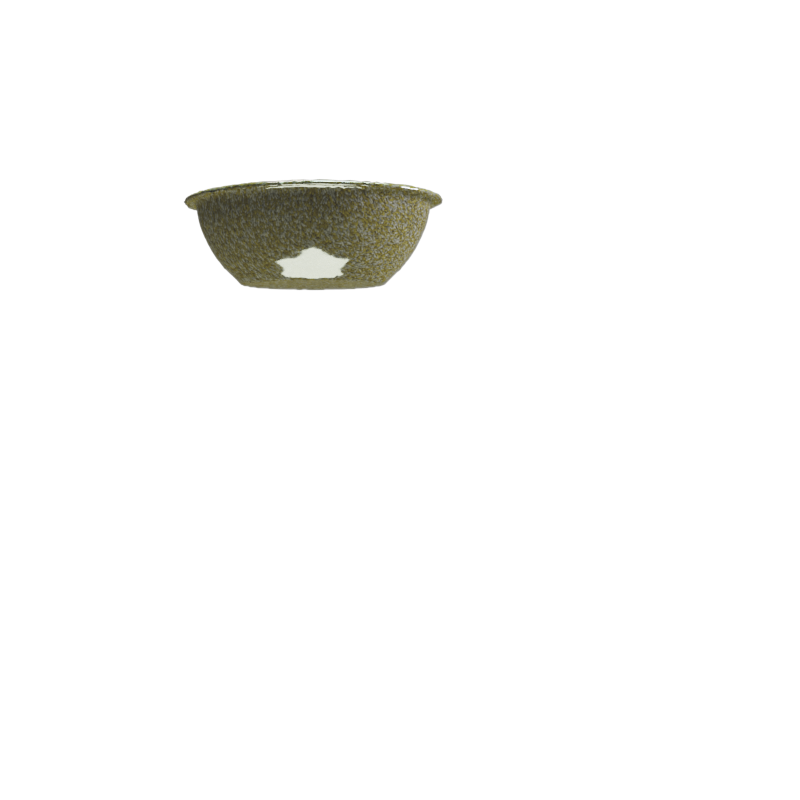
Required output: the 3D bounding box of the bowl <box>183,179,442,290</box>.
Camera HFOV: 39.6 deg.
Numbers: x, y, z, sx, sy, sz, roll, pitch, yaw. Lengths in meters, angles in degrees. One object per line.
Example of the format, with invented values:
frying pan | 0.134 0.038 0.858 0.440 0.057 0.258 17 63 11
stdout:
bowl | -0.055 -0.099 0.697 0.162 0.055 0.161 0 1 -2
